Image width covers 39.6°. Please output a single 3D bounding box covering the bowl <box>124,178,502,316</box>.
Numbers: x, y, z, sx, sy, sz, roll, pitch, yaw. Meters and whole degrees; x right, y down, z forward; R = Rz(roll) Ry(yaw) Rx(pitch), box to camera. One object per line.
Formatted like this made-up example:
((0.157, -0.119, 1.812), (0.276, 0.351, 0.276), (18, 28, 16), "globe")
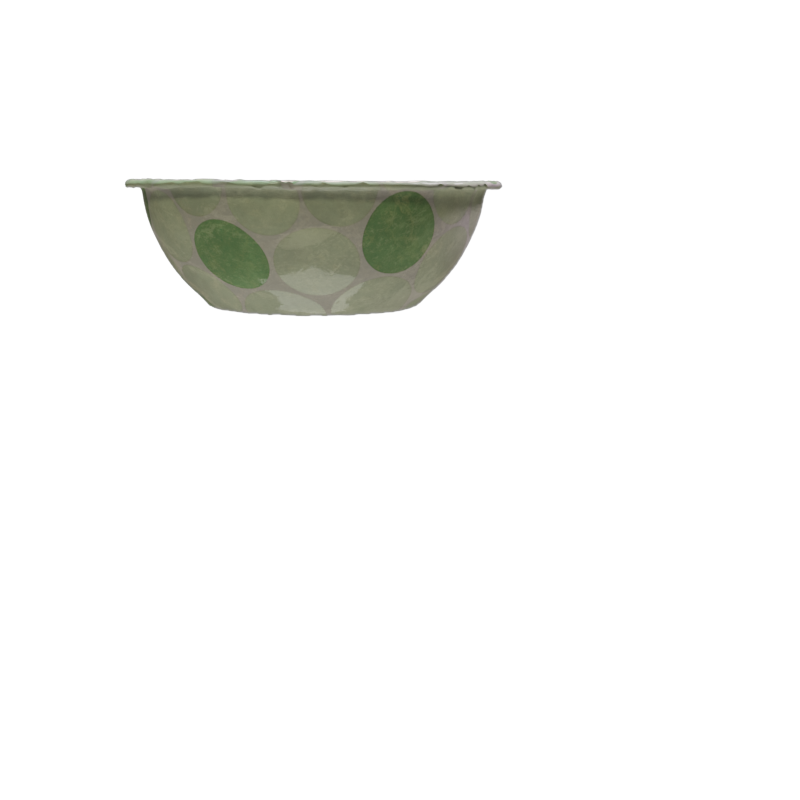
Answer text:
((-0.038, -0.069, 0.481), (0.162, 0.054, 0.165), (0, 10, -2), "bowl")
